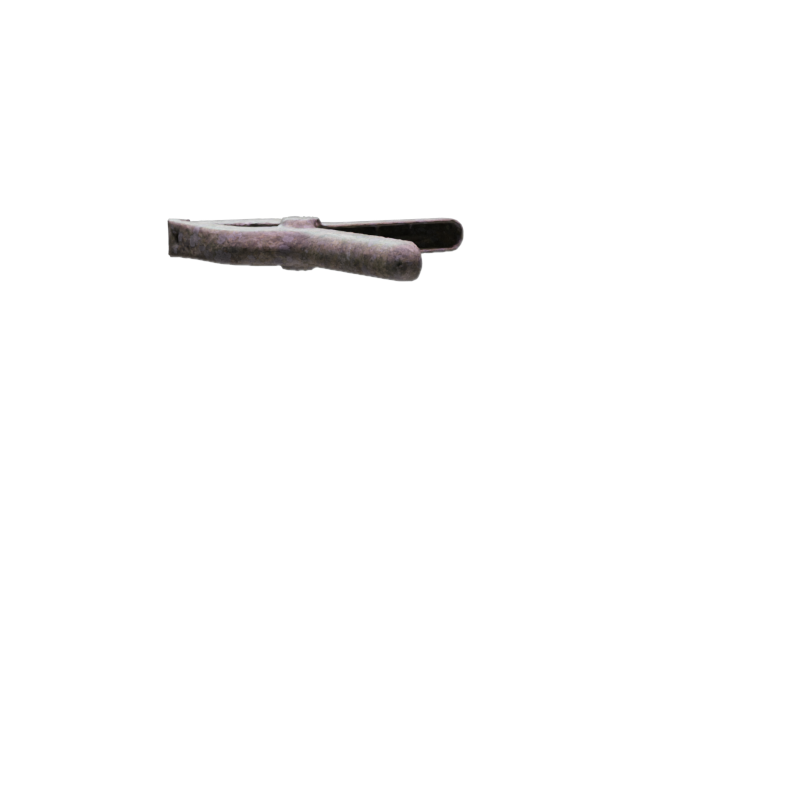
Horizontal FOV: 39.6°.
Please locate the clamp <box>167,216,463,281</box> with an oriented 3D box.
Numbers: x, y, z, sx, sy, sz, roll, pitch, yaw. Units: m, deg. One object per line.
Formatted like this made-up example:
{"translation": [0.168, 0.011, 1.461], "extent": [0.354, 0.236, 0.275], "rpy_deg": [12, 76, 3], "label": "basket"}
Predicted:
{"translation": [-0.061, -0.112, 0.781], "extent": [0.217, 0.035, 0.163], "rpy_deg": [6, 15, 22], "label": "clamp"}
